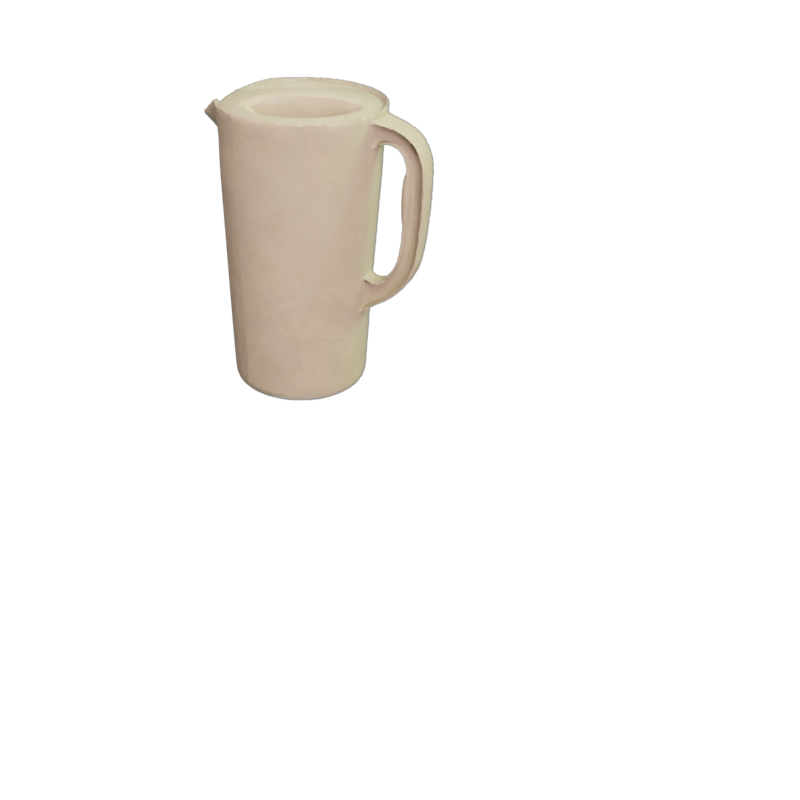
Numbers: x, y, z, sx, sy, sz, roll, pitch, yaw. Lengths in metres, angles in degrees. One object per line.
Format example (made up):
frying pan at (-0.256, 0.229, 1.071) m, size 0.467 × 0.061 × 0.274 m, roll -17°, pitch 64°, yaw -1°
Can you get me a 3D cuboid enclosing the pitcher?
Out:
pitcher at (-0.068, -0.125, 0.873) m, size 0.142 × 0.230 × 0.160 m, roll -9°, pitch 28°, yaw -20°
